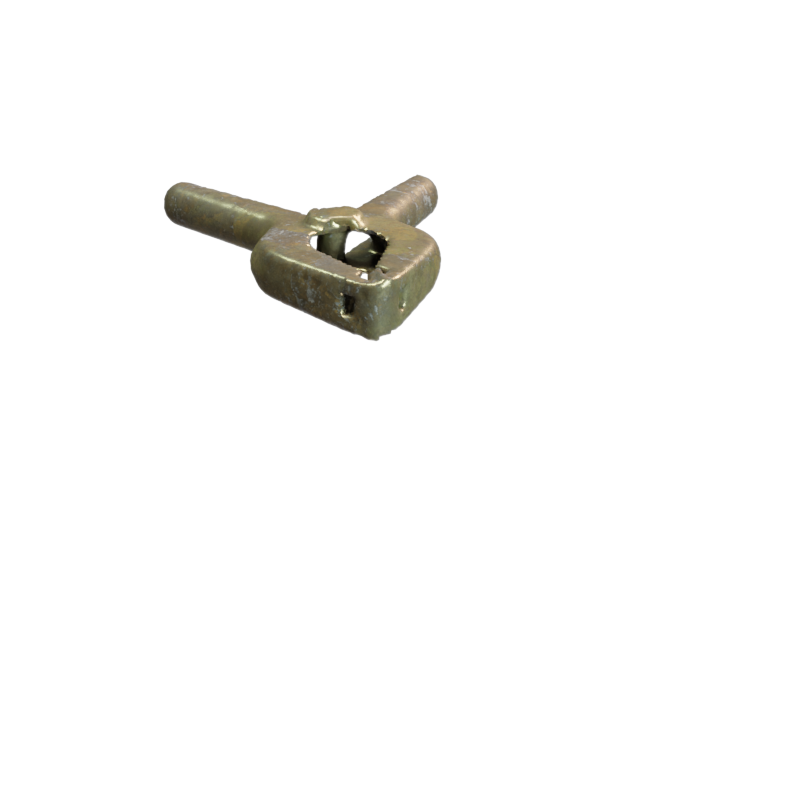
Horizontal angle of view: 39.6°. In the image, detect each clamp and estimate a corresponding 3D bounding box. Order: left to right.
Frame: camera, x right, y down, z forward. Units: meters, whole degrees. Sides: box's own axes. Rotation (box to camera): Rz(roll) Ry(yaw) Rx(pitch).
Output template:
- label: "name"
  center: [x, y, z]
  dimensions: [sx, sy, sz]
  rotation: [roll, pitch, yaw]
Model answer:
- label: "clamp"
  center: [-0.046, -0.083, 0.584]
  dimensions: [0.163, 0.035, 0.222]
  rotation: [-3, 24, -6]
